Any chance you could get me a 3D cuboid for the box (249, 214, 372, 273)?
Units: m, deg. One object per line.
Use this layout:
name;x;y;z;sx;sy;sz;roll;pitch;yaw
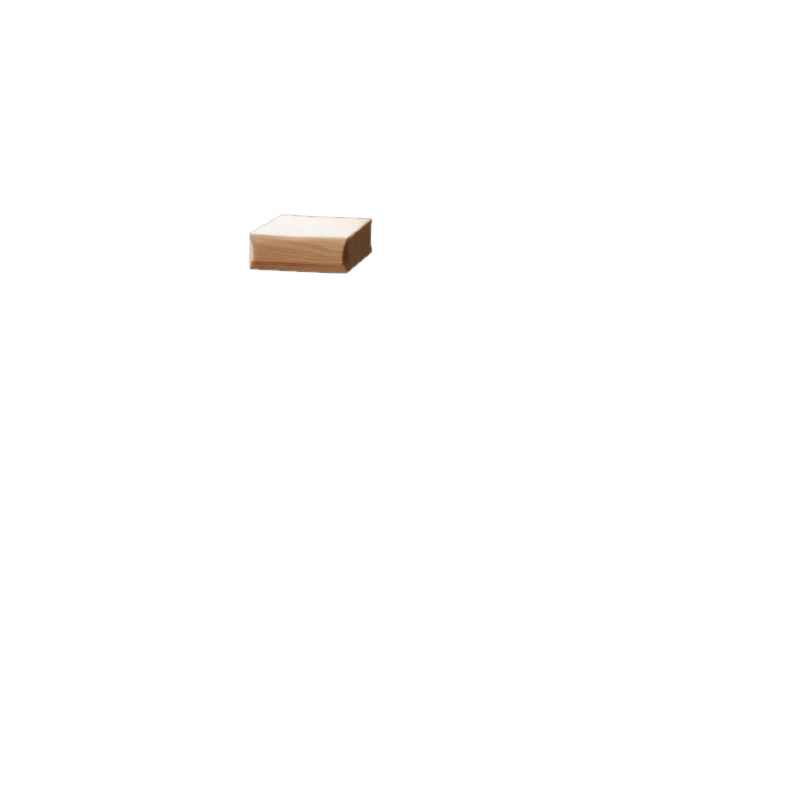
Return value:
box;-0.064;-0.117;0.821;0.074;0.029;0.091;4;18;12
